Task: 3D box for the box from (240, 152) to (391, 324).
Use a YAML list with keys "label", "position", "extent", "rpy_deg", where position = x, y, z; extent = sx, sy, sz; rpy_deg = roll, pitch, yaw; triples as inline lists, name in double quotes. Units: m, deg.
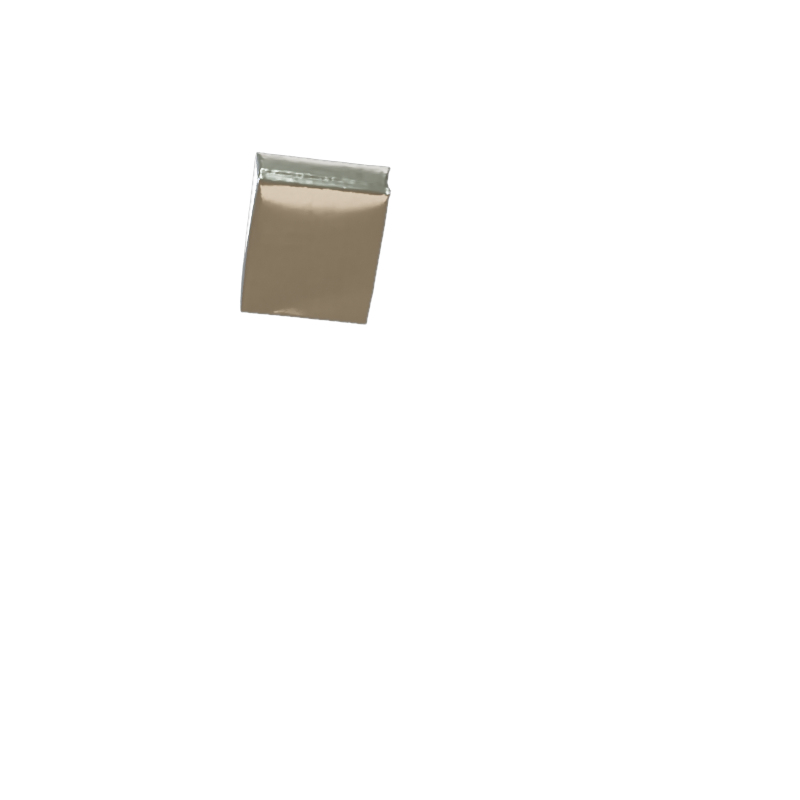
- label: "box"
  position: [-0.058, -0.106, 0.742]
  extent: [0.089, 0.107, 0.042]
  rpy_deg: [6, 40, -6]
